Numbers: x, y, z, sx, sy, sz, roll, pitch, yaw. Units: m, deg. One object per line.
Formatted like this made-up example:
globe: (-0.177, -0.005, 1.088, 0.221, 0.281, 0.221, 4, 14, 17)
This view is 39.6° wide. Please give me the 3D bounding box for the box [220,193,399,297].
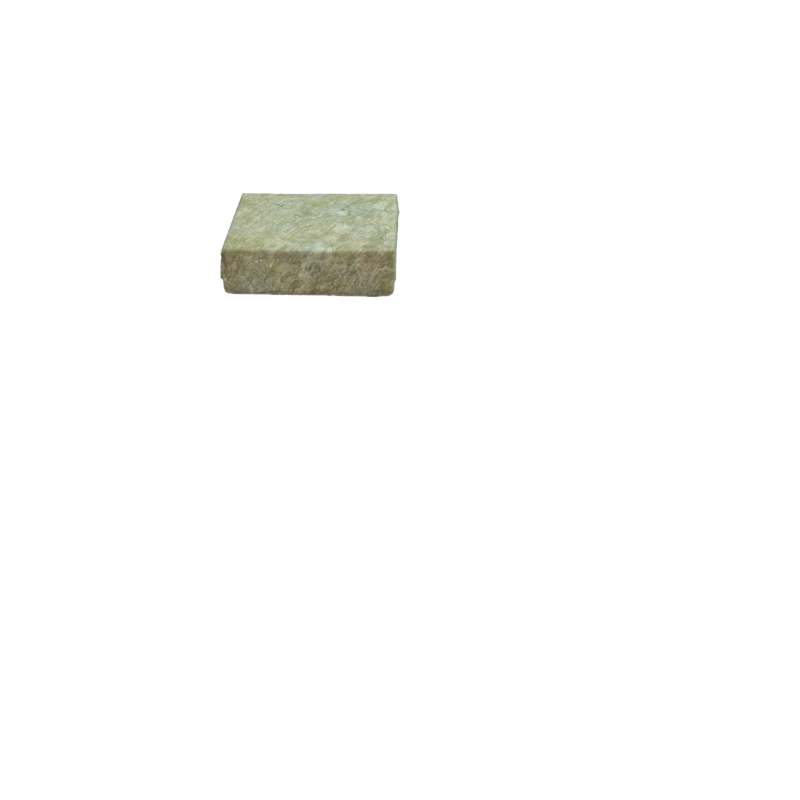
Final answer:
box: (-0.058, -0.106, 0.743, 0.114, 0.037, 0.095, 2, 33, 3)
